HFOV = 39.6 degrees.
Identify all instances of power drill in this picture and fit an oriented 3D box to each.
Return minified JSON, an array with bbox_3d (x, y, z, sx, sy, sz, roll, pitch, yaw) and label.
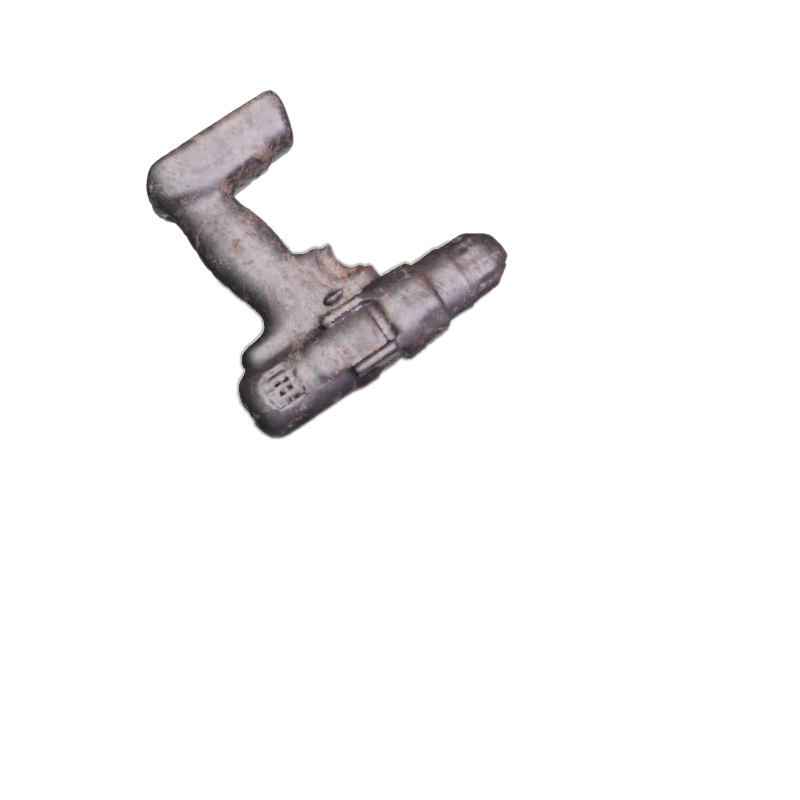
[{"bbox_3d":[-0.053,-0.097,0.682,0.185,0.196,0.055,-34,-16,-11],"label":"power drill"}]
